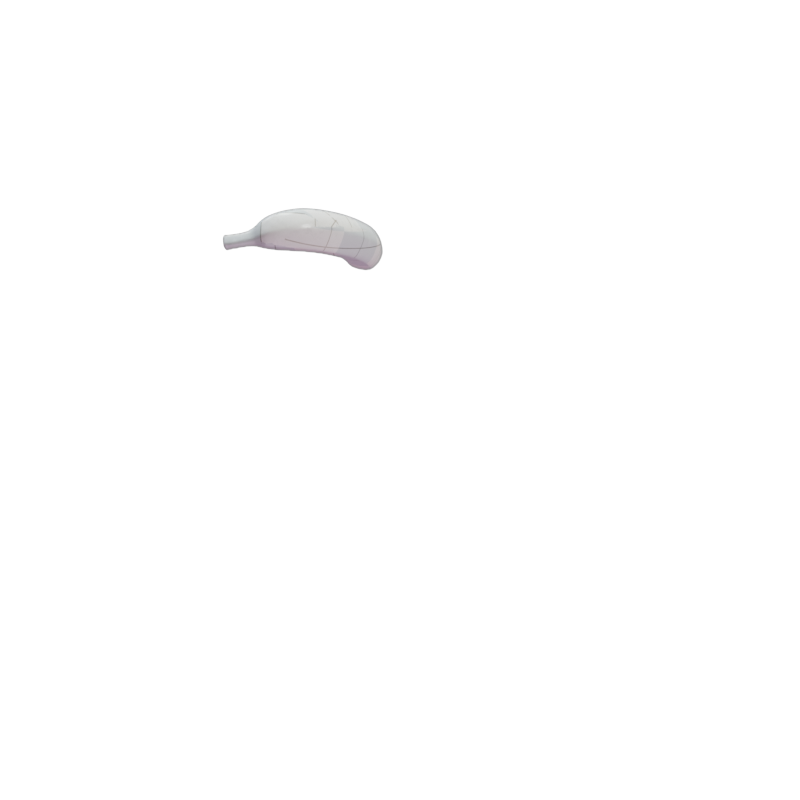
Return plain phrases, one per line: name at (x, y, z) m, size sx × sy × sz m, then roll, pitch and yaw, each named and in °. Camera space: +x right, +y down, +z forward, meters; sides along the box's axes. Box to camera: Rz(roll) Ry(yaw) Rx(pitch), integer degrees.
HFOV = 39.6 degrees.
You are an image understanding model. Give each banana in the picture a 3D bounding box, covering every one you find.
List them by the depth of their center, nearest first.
banana at (-0.062, -0.137, 0.943) m, size 0.072 × 0.037 × 0.189 m, roll -2°, pitch -3°, yaw 36°
